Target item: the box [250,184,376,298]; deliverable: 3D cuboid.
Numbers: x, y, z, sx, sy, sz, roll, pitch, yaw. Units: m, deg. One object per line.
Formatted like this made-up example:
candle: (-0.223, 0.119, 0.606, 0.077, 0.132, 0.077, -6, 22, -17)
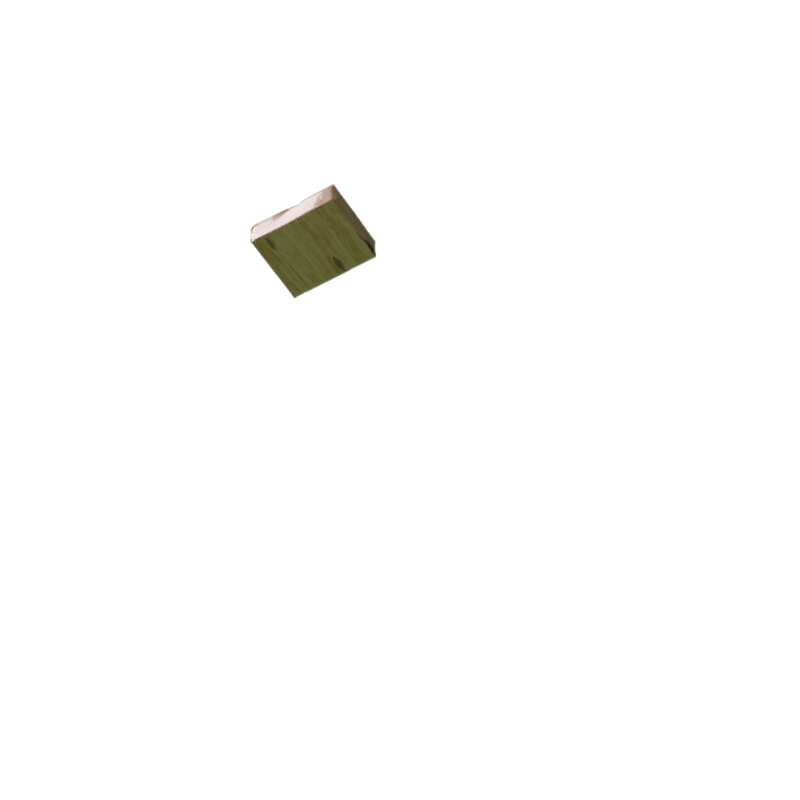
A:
box: (-0.077, -0.141, 0.985, 0.089, 0.068, 0.032, -25, 35, 18)
